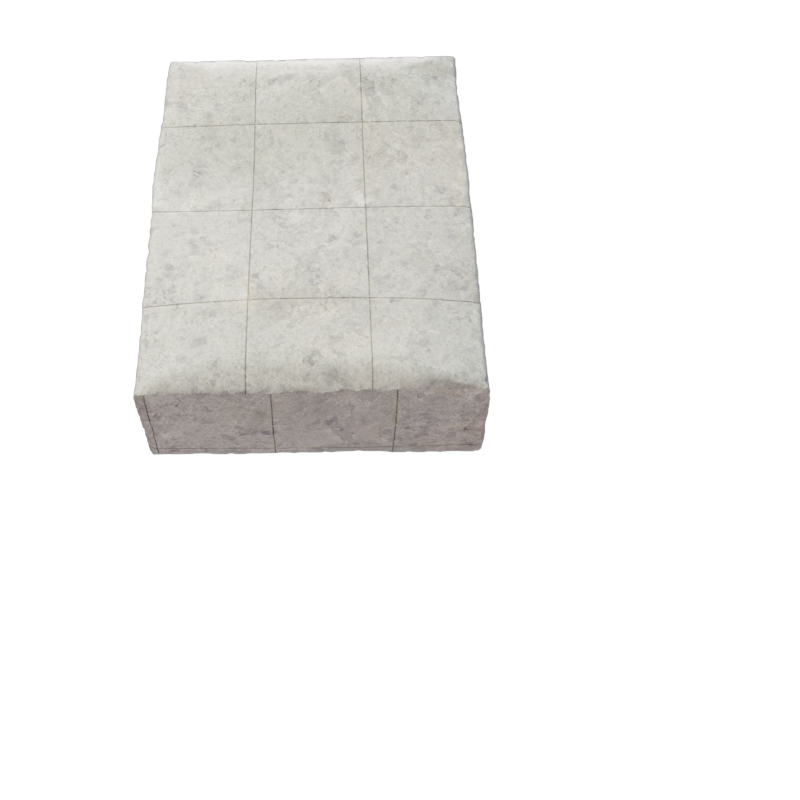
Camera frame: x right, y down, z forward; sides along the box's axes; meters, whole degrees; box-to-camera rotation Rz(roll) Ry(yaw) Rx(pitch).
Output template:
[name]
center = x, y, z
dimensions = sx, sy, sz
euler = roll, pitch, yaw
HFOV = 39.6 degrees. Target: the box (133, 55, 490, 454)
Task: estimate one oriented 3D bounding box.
[box]
center = -0.045, -0.082, 0.577
dimensions = 0.164, 0.228, 0.067
euler = -2, -32, 0
